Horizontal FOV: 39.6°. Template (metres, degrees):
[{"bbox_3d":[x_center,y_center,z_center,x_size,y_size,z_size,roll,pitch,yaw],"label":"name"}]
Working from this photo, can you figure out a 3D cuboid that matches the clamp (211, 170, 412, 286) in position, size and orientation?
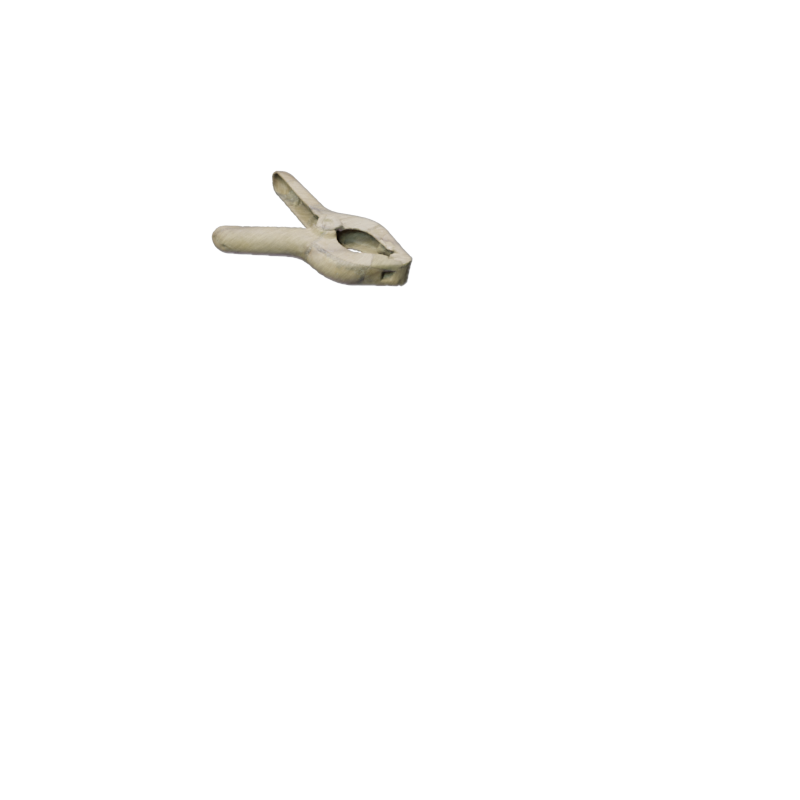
[{"bbox_3d":[-0.076,-0.139,0.973,0.180,0.036,0.122,28,52,24],"label":"clamp"}]
